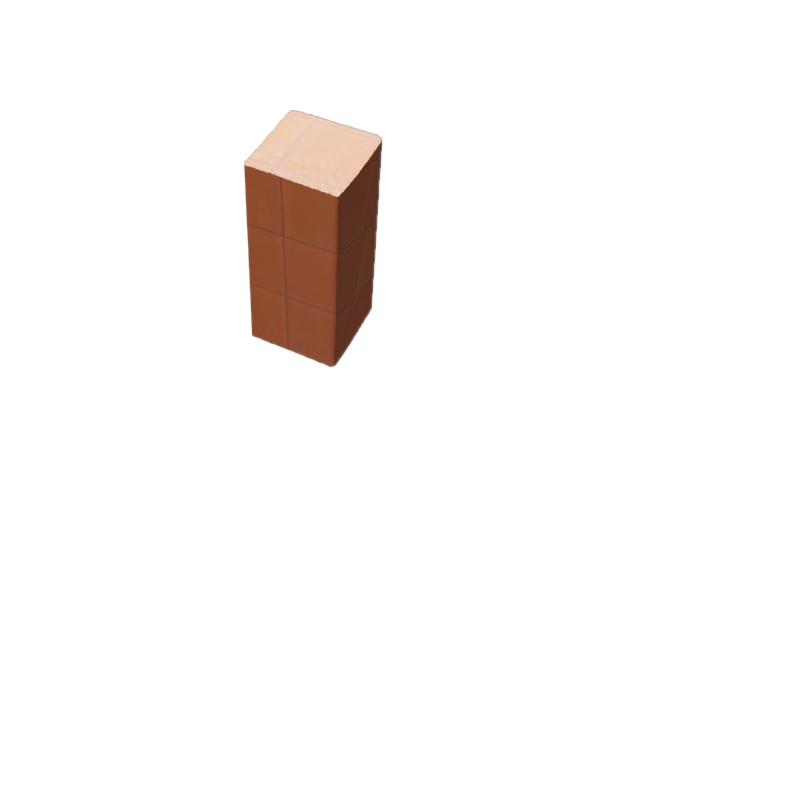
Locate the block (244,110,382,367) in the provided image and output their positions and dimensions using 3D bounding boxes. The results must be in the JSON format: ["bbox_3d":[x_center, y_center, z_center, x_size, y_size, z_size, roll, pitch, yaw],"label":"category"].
[{"bbox_3d":[-0.077,-0.141,0.987,0.094,0.192,0.093,21,49,15],"label":"block"}]
